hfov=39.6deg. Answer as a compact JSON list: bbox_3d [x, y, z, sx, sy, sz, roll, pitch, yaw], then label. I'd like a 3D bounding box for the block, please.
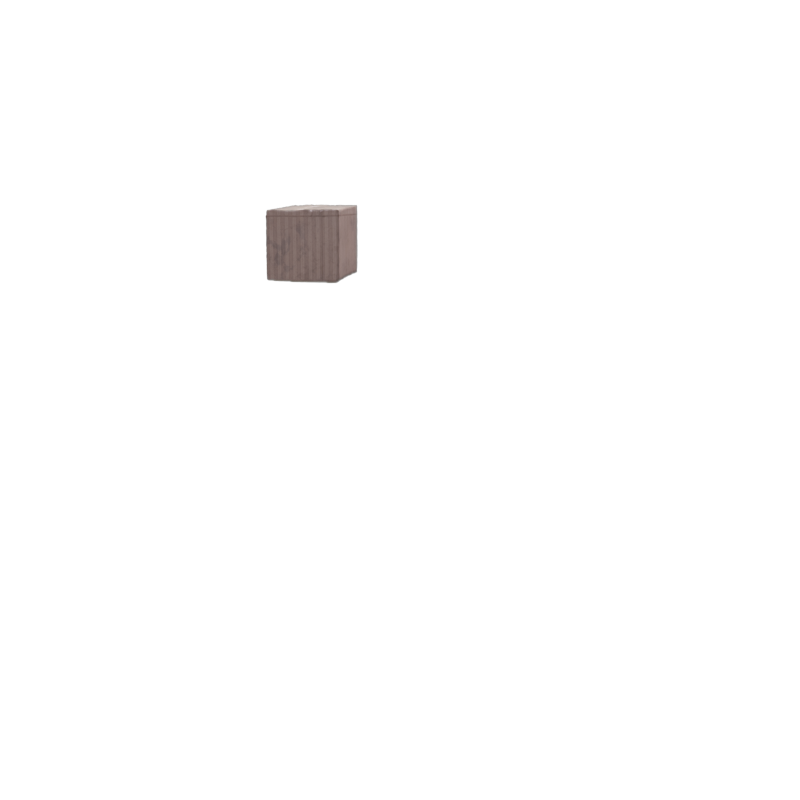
[{"bbox_3d":[-0.063,-0.114,0.800,0.053,0.050,0.078,2,10,9],"label":"block"}]
